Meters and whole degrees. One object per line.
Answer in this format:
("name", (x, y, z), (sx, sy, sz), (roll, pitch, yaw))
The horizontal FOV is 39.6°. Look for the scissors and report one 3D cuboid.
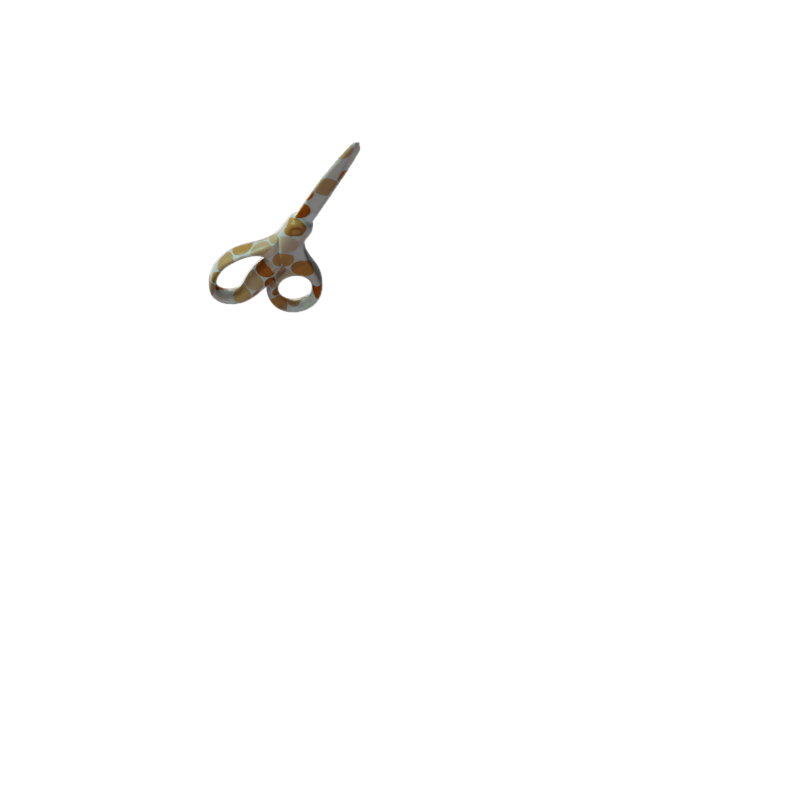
("scissors", (-0.064, -0.117, 0.820), (0.090, 0.017, 0.200), (27, -41, -35))
